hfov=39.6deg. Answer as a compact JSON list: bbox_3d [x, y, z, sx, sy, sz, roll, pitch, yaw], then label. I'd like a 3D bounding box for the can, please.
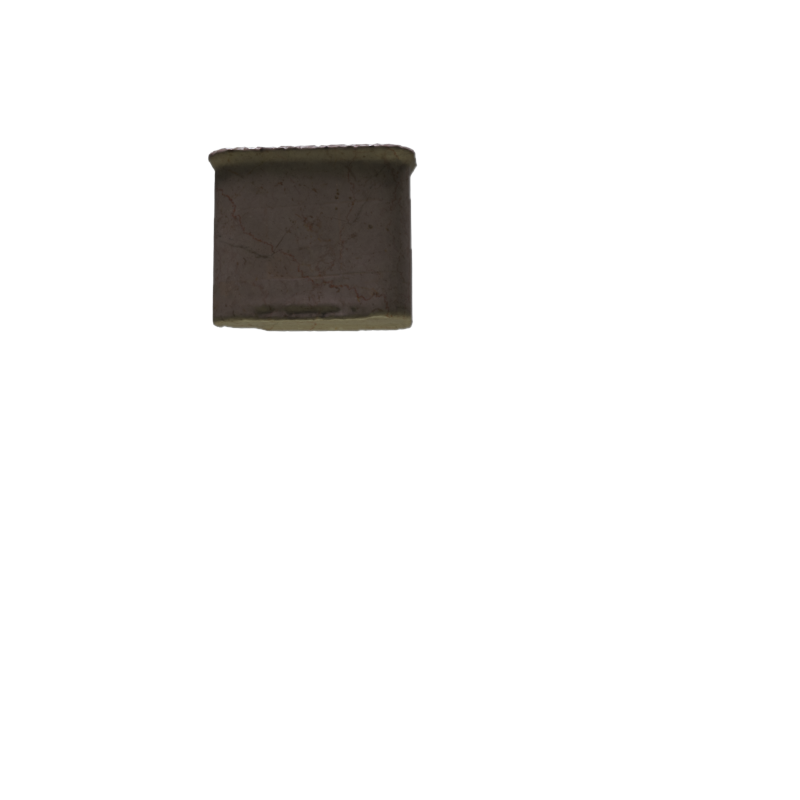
[{"bbox_3d":[-0.042,-0.078,0.543,0.103,0.086,0.056,-1,-8,5],"label":"can"}]
